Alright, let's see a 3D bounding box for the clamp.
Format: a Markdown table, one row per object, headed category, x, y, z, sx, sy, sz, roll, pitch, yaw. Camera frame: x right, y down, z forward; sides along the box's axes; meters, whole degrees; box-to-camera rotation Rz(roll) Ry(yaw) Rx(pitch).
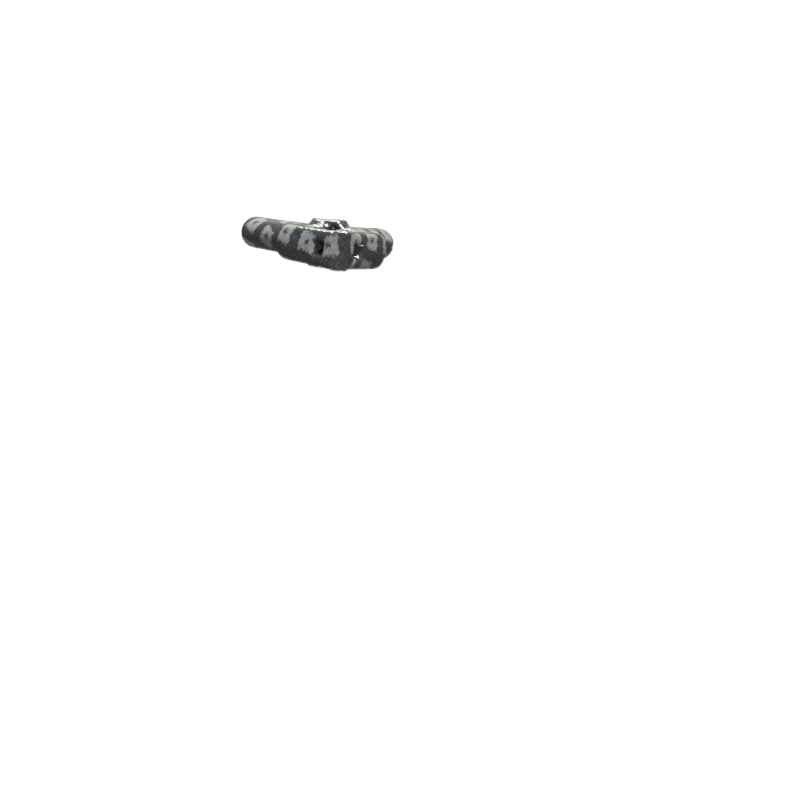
| category | x | y | z | sx | sy | sz | roll | pitch | yaw |
| --- | --- | --- | --- | --- | --- | --- | --- | --- | --- |
| clamp | -0.064 | -0.117 | 0.818 | 0.120 | 0.039 | 0.173 | 0 | 8 | 0 |
